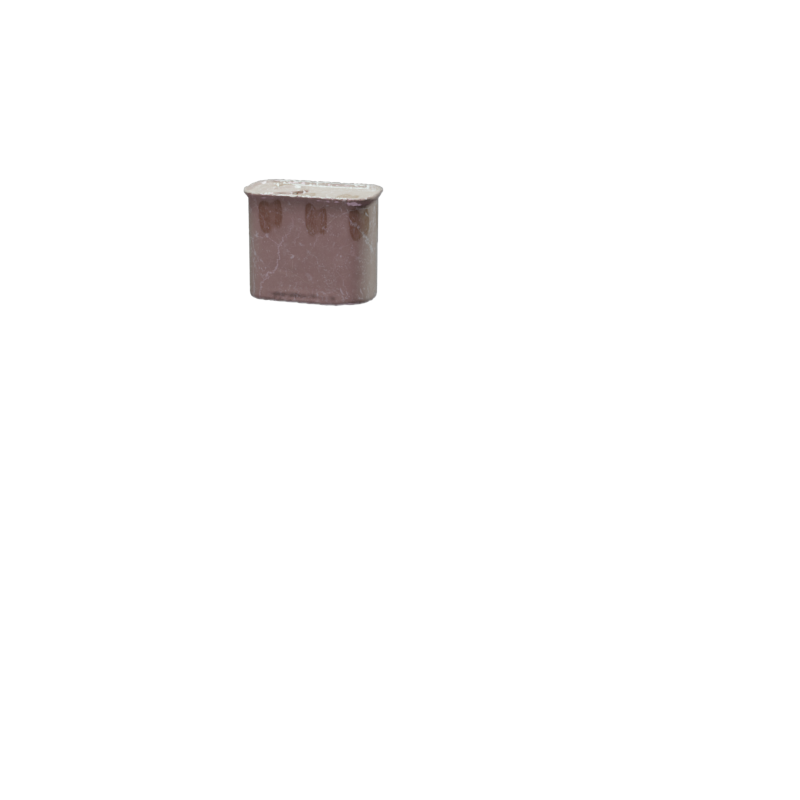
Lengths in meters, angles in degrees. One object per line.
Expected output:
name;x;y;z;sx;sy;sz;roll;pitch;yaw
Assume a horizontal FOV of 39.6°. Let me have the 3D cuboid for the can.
can;-0.066;-0.120;0.840;0.104;0.081;0.058;6;18;15
